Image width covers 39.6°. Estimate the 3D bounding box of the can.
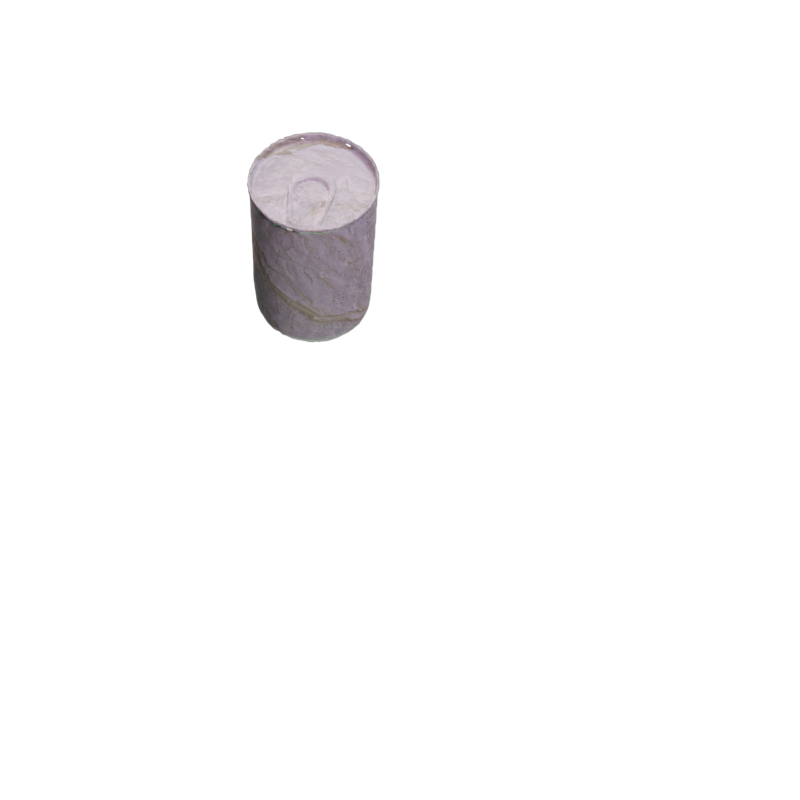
[{"bbox_3d":[-0.047,-0.086,0.606,0.068,0.073,0.095,0,-35,-3],"label":"can"}]
